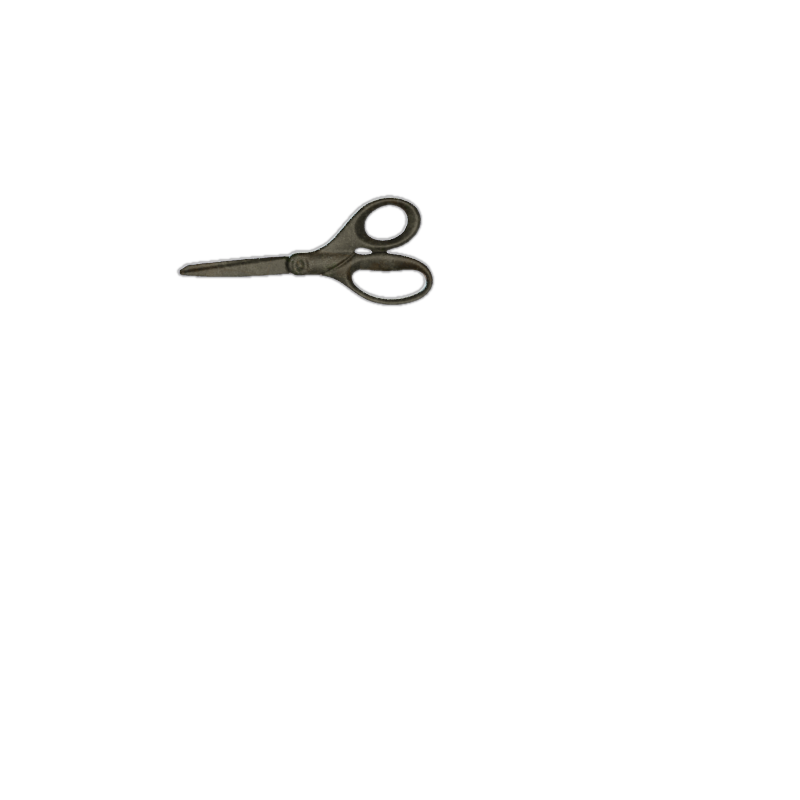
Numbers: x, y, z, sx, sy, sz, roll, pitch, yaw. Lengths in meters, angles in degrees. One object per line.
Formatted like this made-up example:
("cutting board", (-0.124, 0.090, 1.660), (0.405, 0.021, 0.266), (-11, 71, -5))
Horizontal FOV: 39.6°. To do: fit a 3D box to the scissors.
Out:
("scissors", (-0.069, -0.126, 0.885), (0.201, 0.095, 0.016), (12, 5, -1))
